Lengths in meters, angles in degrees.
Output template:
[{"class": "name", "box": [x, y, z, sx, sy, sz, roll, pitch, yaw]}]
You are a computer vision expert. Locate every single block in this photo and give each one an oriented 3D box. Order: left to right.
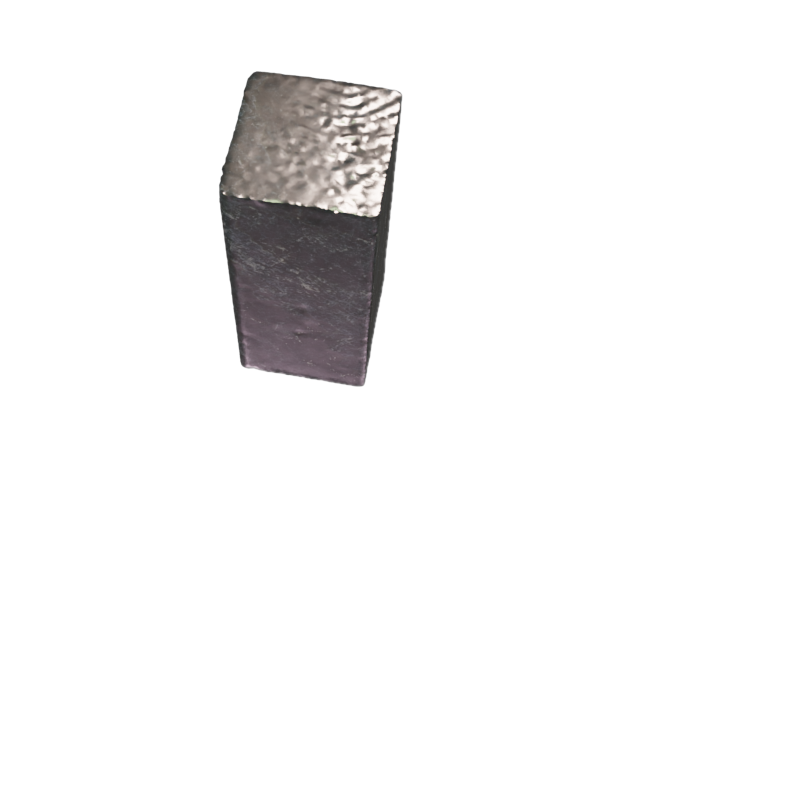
[{"class": "block", "box": [-0.055, -0.099, 0.692, 0.091, 0.096, 0.194, 9, -27, 1]}]
